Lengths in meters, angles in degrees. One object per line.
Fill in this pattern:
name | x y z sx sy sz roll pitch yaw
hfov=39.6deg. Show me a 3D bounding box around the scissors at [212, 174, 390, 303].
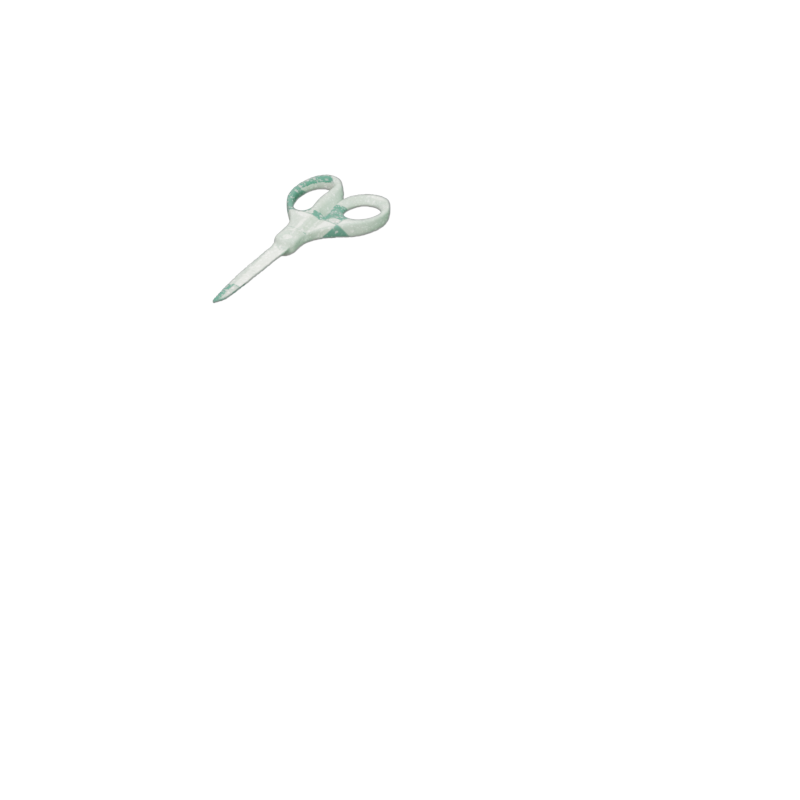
scissors | -0.068 -0.125 0.872 0.098 0.015 0.211 8 38 10
